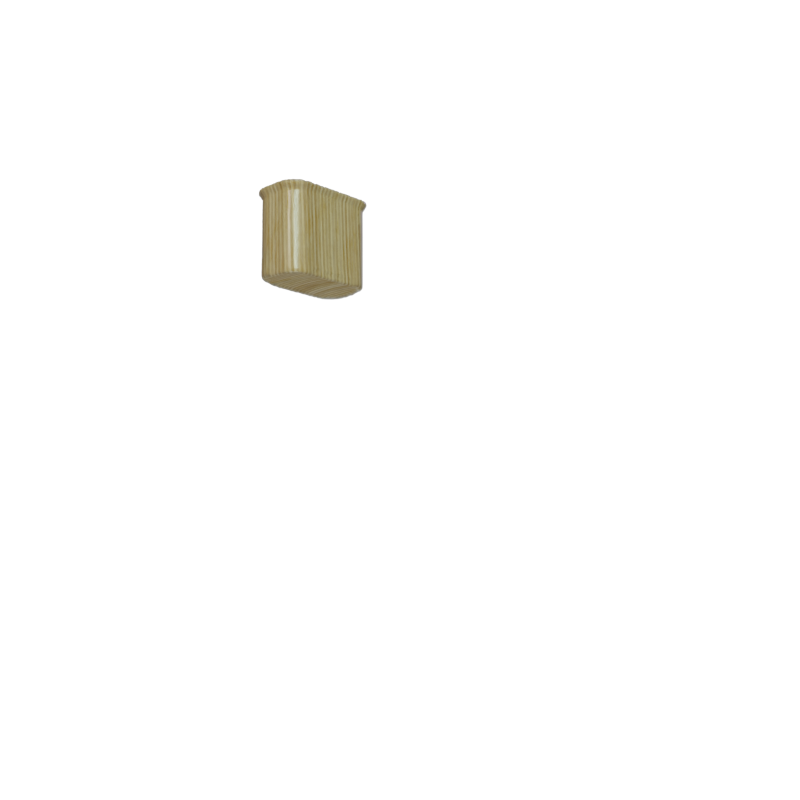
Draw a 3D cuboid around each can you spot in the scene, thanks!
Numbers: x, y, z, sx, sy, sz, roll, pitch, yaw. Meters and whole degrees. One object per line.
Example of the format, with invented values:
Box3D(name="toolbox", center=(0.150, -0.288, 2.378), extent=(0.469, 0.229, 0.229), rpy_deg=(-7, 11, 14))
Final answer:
Box3D(name="can", center=(-0.078, -0.142, 0.993), extent=(0.058, 0.087, 0.096), rpy_deg=(-15, -20, 42))
